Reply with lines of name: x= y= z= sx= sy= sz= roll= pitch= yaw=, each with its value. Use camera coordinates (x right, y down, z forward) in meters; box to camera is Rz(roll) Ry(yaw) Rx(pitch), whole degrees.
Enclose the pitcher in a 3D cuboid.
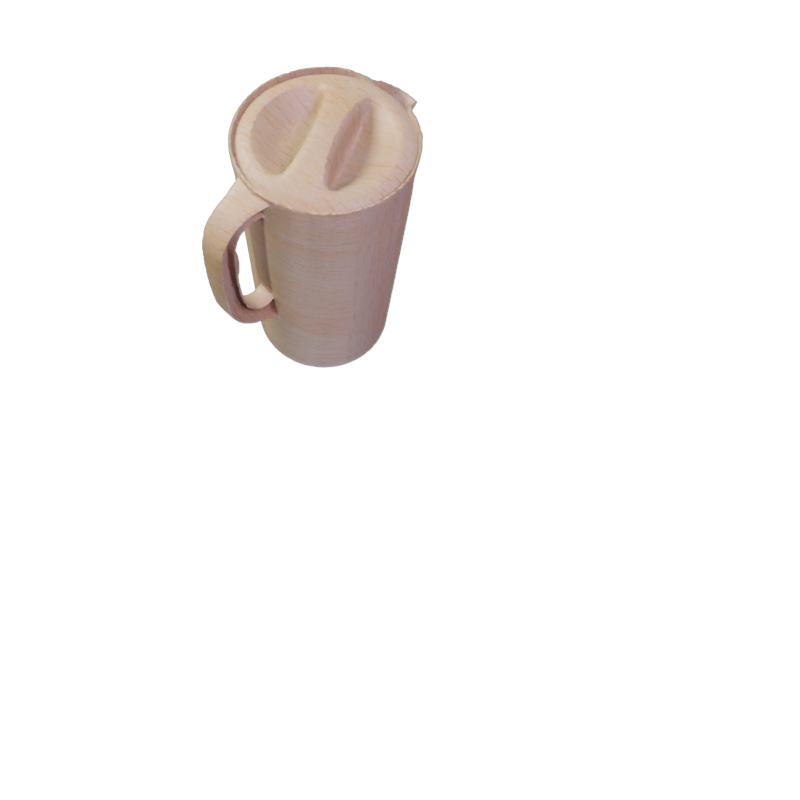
pitcher: x=-0.066 y=-0.121 z=0.845 sx=0.149 sy=0.155 sz=0.228 roll=1 pitch=-31 yaw=-2
